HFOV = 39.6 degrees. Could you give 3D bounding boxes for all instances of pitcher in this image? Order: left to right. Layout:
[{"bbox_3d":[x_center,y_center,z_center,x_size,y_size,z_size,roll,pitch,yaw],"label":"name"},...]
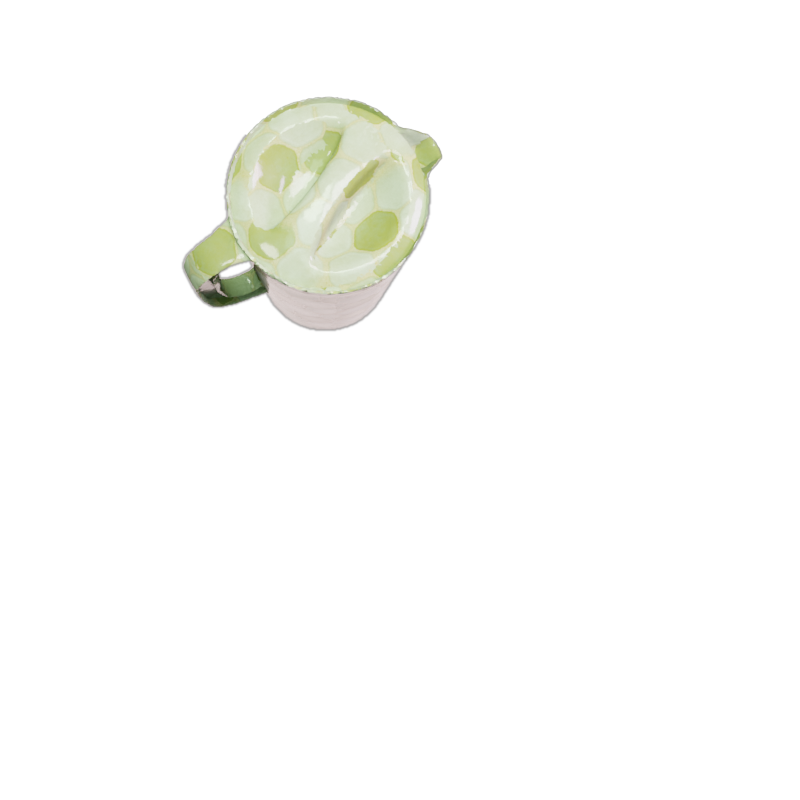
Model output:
[{"bbox_3d":[-0.065,-0.118,0.826,0.150,0.148,0.237,16,-9,-1],"label":"pitcher"}]
